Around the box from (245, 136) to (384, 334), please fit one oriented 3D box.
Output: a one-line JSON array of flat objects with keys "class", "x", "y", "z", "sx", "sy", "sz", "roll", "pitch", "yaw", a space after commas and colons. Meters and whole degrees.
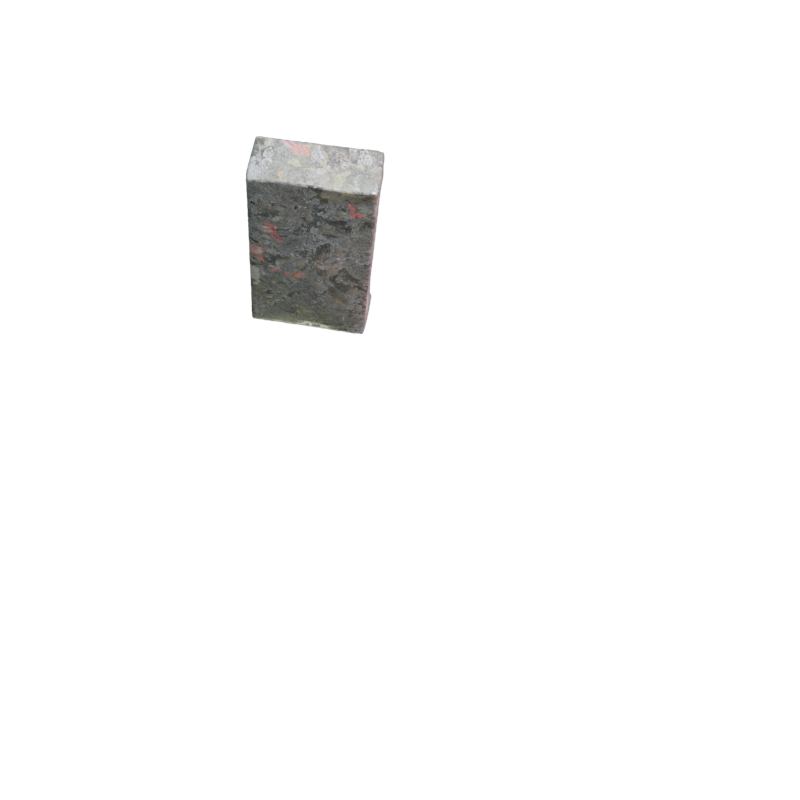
[{"class": "box", "x": -0.064, "y": -0.117, "z": 0.819, "sx": 0.094, "sy": 0.051, "sz": 0.166, "roll": 9, "pitch": -29, "yaw": 2}]
